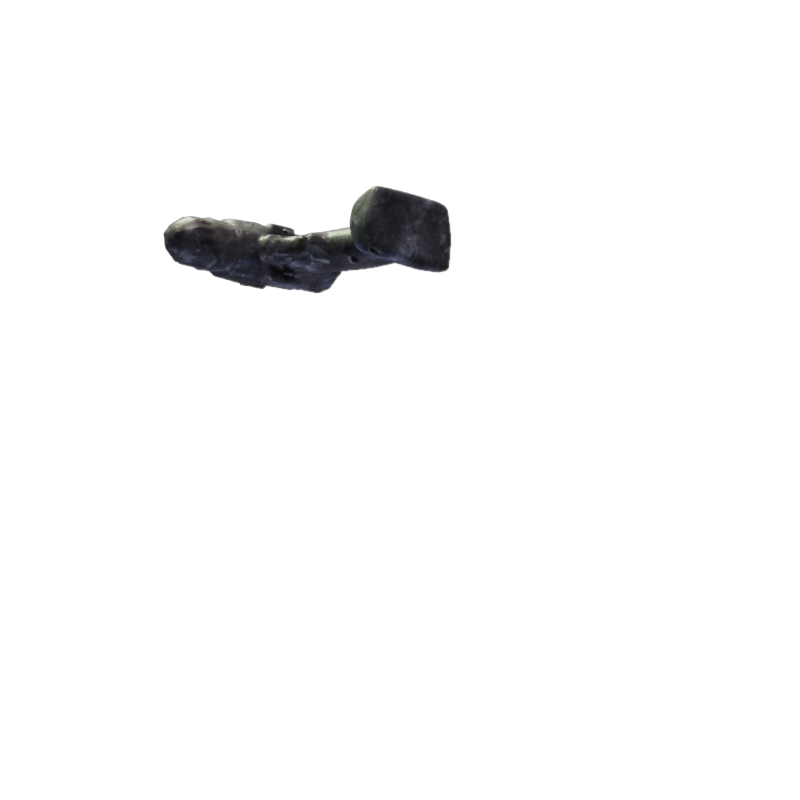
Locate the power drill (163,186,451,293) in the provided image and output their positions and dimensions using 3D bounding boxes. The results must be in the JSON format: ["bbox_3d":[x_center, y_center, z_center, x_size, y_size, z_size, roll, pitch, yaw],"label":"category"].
[{"bbox_3d":[-0.069,-0.127,0.886,0.193,0.058,0.176,-2,-4,40],"label":"power drill"}]
